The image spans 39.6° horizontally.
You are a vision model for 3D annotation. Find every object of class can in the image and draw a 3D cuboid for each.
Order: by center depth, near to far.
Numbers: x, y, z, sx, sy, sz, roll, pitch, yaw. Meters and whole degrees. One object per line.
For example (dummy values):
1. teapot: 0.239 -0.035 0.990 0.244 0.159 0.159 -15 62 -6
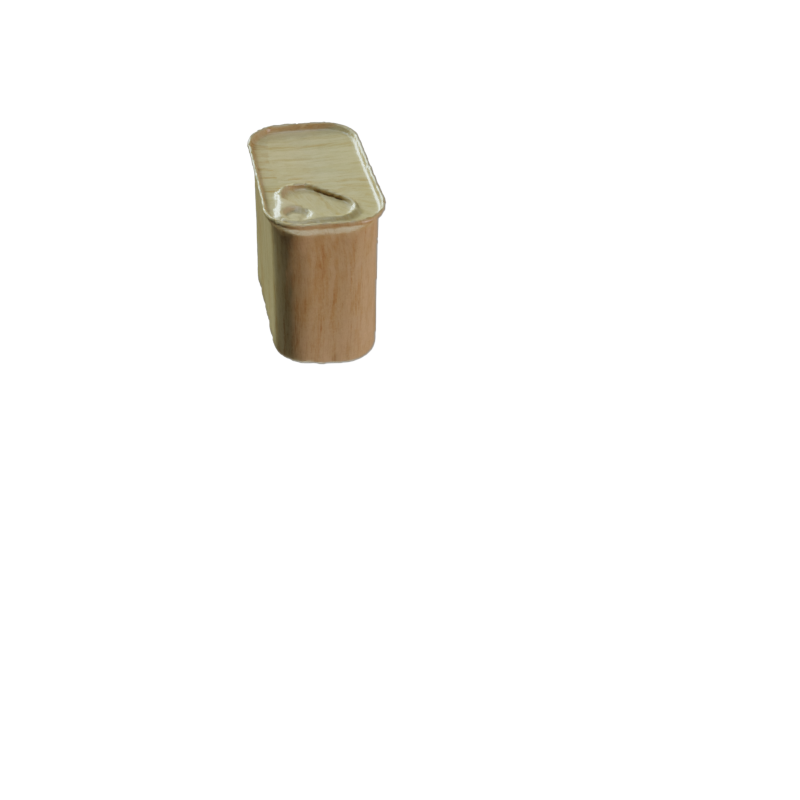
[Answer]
1. can: -0.044 -0.080 0.558 0.057 0.078 0.110 -6 37 -10
